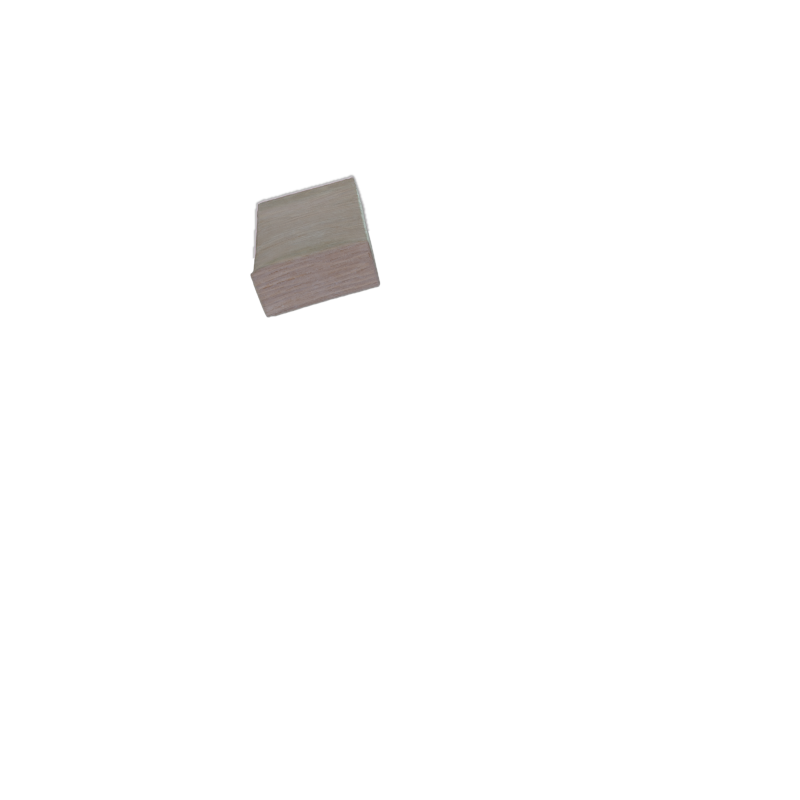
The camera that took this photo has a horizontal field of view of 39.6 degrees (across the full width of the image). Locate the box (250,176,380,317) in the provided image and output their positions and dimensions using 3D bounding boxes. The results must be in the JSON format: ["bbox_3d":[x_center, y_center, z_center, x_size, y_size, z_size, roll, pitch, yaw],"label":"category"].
[{"bbox_3d":[-0.071,-0.130,0.909,0.093,0.046,0.185,-15,24,3],"label":"box"}]
